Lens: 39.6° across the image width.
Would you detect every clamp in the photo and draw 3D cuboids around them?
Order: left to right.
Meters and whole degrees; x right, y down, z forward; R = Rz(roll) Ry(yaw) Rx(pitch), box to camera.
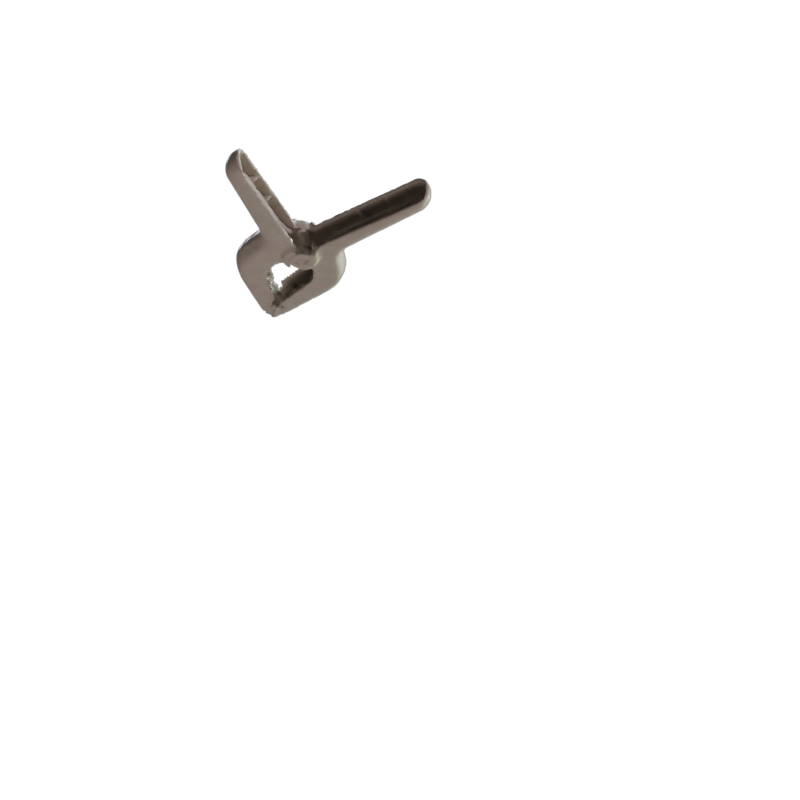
[{"bbox_3d":[-0.073,-0.133,0.929,0.162,0.039,0.200,6,-30,-10],"label":"clamp"}]
